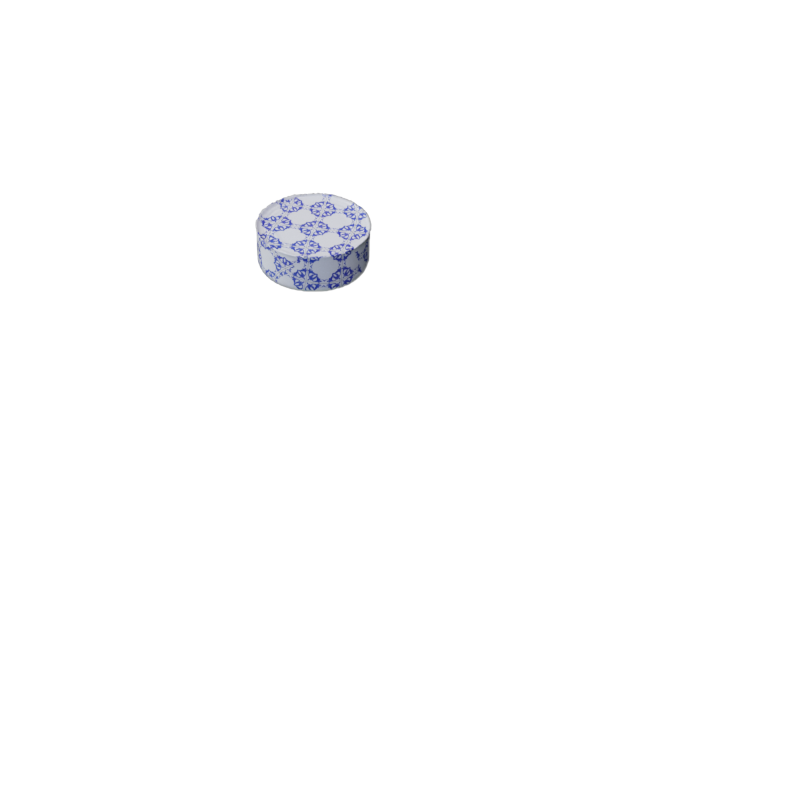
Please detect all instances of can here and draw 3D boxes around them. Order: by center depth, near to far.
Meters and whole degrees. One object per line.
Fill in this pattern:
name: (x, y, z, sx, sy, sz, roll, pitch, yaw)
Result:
can: (-0.065, -0.118, 0.828, 0.086, 0.031, 0.092, -1, 40, -2)
